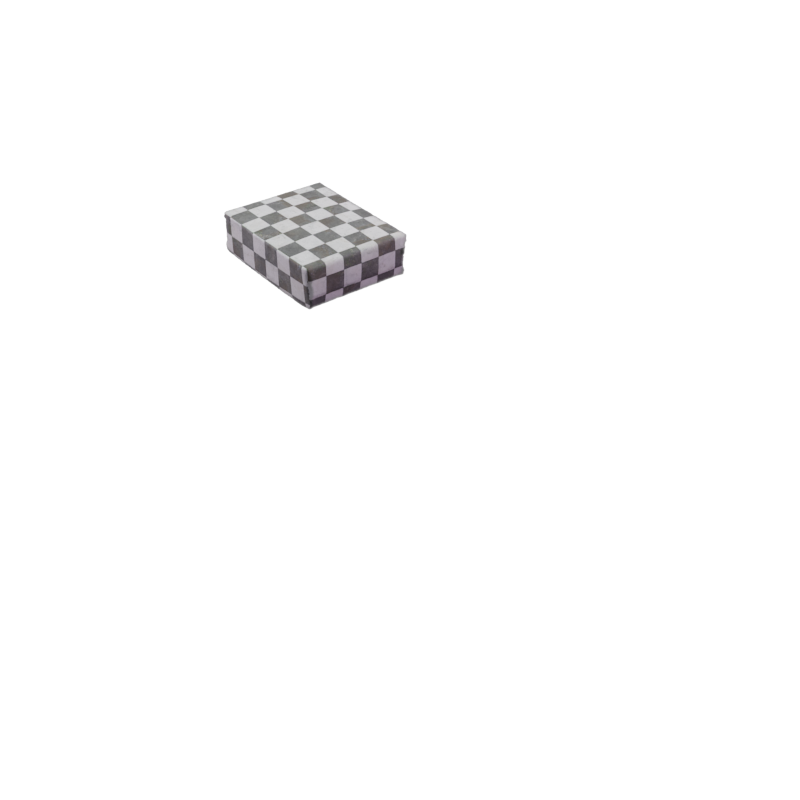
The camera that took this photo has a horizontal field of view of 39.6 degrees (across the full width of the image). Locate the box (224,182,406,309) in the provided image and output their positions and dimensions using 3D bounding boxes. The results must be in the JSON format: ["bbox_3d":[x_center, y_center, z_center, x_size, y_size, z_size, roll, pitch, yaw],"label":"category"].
[{"bbox_3d":[-0.065,-0.118,0.827,0.089,0.036,0.122,-24,42,-29],"label":"box"}]
